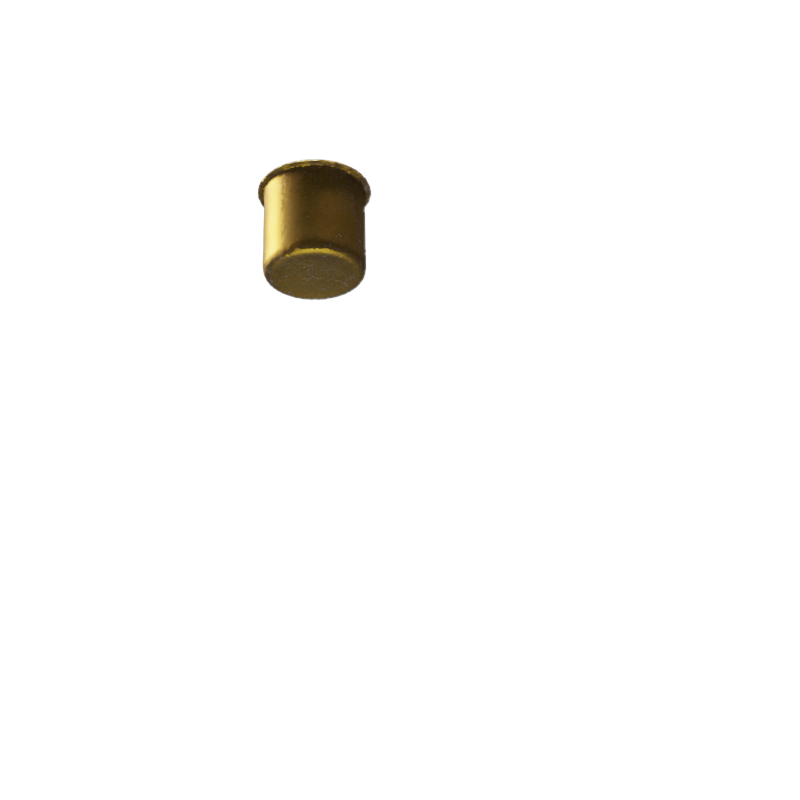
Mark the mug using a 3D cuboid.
[{"bbox_3d":[-0.070,-0.128,0.900,0.092,0.087,0.111,2,-29,-7],"label":"mug"}]
